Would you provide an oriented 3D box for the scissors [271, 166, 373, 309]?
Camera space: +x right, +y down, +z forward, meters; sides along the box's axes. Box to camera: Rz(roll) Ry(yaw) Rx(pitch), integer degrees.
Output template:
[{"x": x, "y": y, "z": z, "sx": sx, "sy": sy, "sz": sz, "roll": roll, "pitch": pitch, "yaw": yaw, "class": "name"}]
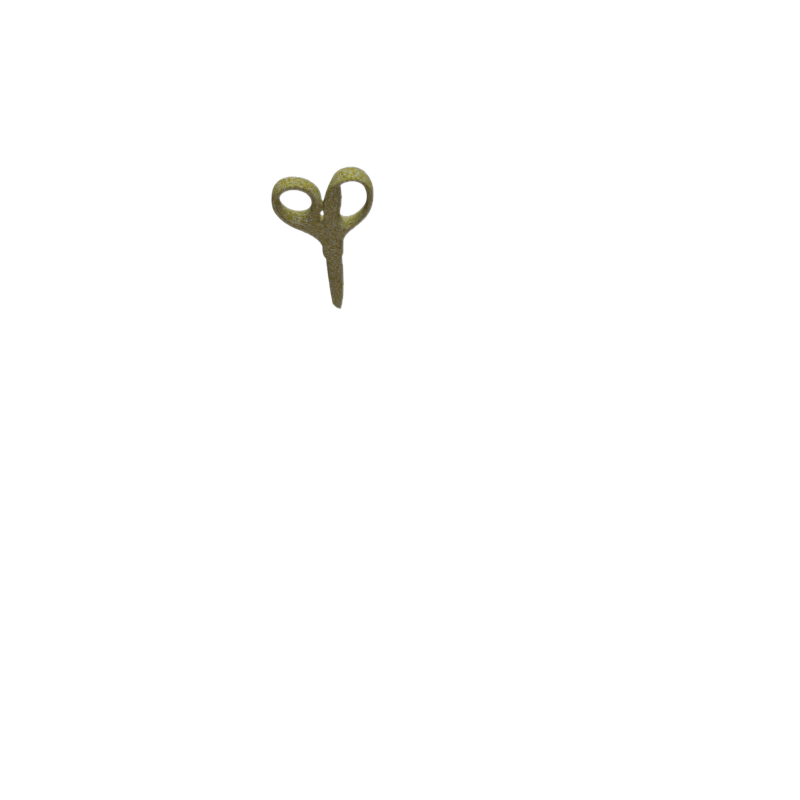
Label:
[{"x": -0.078, "y": -0.142, "z": 0.997, "sx": 0.094, "sy": 0.017, "sz": 0.192, "roll": 8, "pitch": -33, "yaw": -13, "class": "scissors"}]
